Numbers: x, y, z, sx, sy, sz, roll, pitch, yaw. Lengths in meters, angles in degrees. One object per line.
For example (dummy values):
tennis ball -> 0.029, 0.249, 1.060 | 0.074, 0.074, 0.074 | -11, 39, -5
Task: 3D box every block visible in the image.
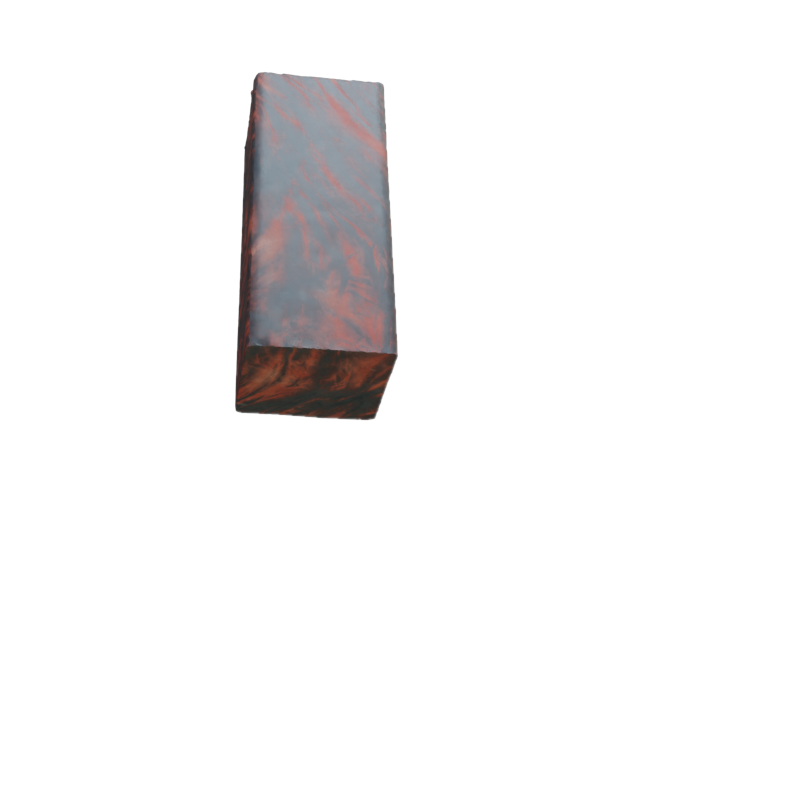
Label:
block -> -0.057, -0.102, 0.715 | 0.089, 0.220, 0.086 | 3, -32, -9
